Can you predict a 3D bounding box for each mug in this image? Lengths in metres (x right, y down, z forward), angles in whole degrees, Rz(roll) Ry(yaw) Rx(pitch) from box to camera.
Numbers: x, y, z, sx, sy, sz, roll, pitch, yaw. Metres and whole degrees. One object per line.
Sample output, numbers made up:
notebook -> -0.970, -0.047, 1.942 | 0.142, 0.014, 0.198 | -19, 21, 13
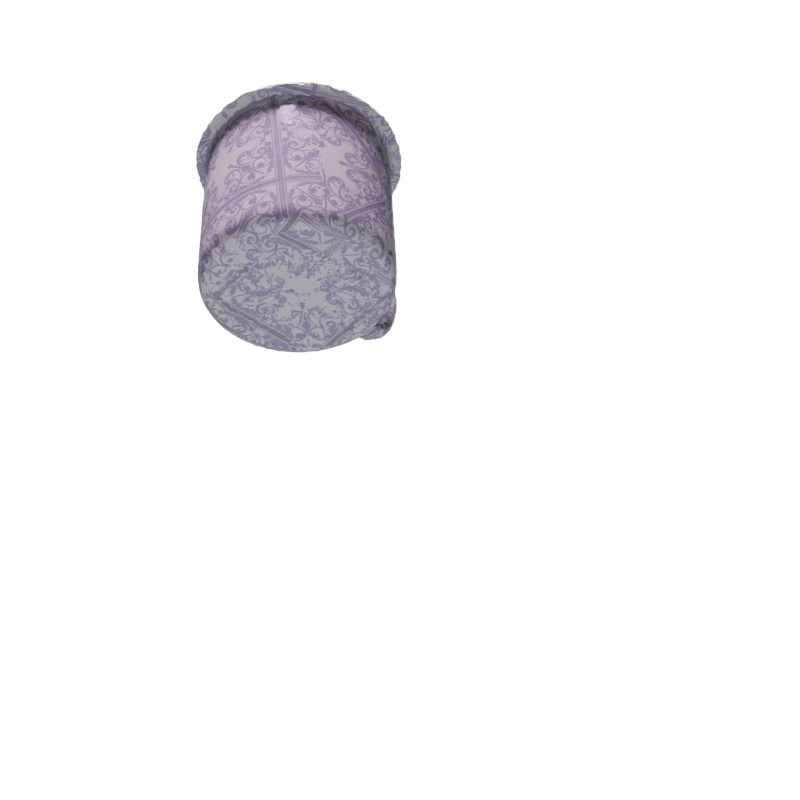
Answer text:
mug -> -0.038, -0.069, 0.483 | 0.094, 0.087, 0.108 | -23, -47, 22
